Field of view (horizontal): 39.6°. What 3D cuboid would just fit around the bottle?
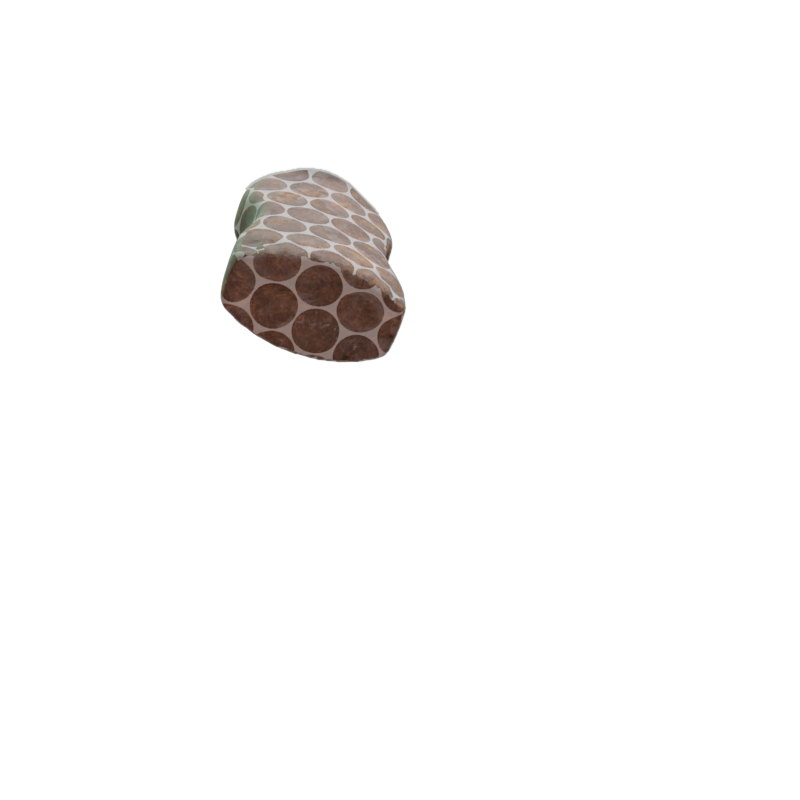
[{"bbox_3d":[-0.052,-0.093,0.658,0.094,0.056,0.203,14,26,-11],"label":"bottle"}]
